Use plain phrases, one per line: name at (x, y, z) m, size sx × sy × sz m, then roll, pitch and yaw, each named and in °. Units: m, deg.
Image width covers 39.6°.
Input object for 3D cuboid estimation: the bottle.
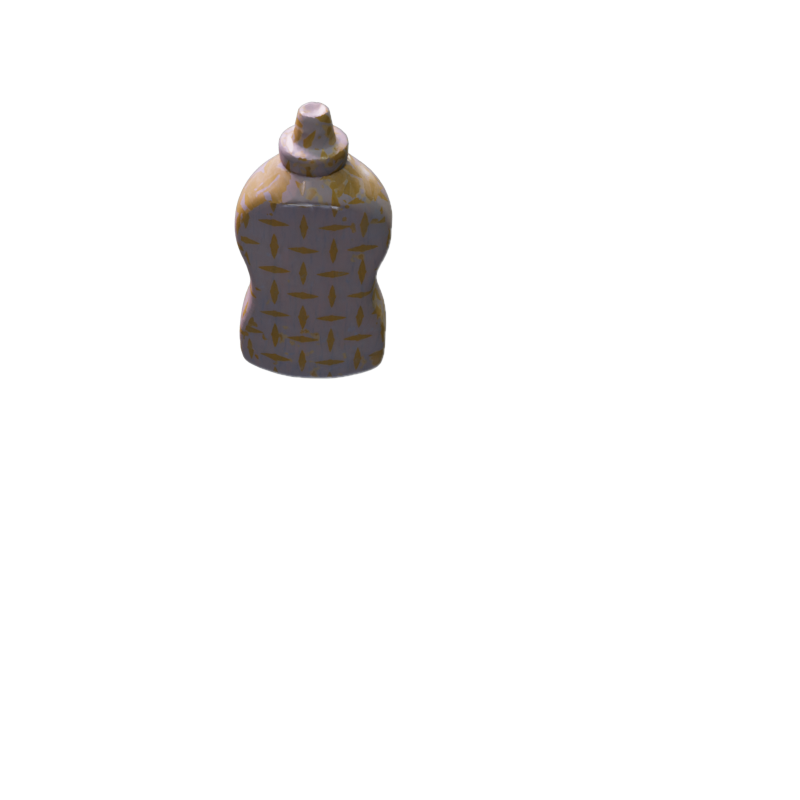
bottle at (-0.054, -0.098, 0.687) m, size 0.096 × 0.179 × 0.062 m, roll 5°, pitch 43°, yaw 2°
